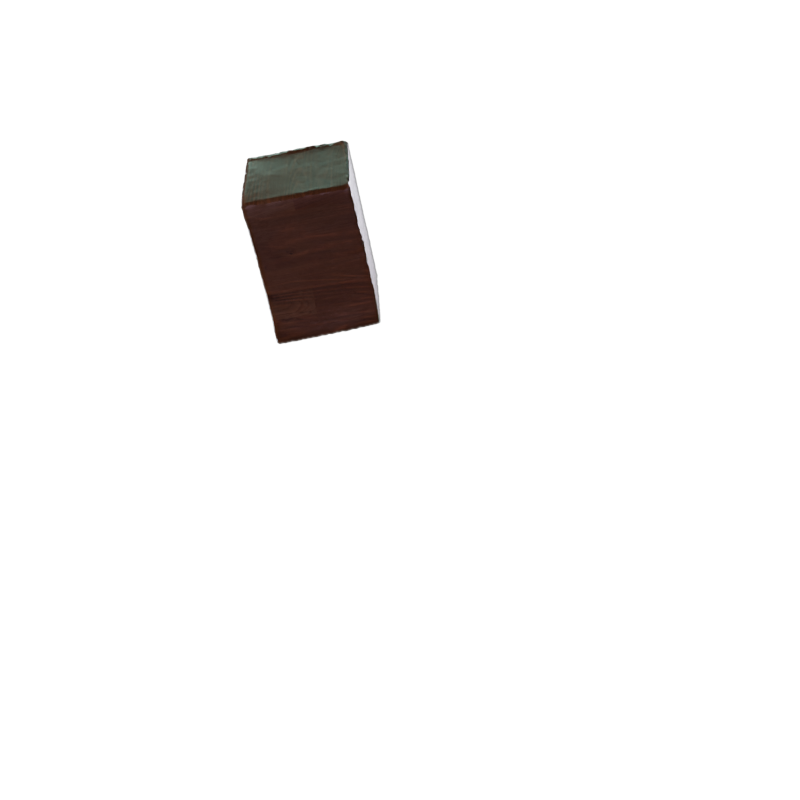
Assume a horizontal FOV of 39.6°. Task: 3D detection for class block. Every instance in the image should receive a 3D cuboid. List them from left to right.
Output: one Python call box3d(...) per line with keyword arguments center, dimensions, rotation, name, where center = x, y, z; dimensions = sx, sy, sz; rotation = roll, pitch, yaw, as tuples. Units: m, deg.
box3d(center=(-0.042, -0.077, 0.536), dimensions=(0.053, 0.073, 0.054), rotation=(-10, 31, 4), name="block")
